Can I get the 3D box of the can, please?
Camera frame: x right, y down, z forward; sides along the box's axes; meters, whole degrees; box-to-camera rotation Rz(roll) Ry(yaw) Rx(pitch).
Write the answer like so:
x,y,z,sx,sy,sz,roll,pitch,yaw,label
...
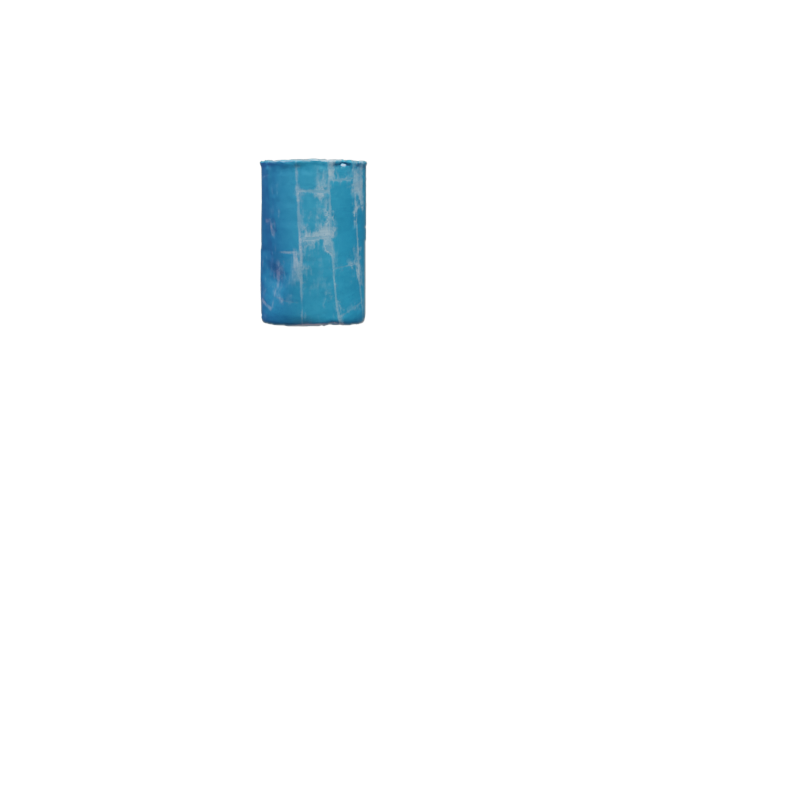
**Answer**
x,y,z,sx,sy,sz,roll,pitch,yaw,label
-0.055,-0.100,0.701,0.068,0.102,0.069,0,4,-2,can
